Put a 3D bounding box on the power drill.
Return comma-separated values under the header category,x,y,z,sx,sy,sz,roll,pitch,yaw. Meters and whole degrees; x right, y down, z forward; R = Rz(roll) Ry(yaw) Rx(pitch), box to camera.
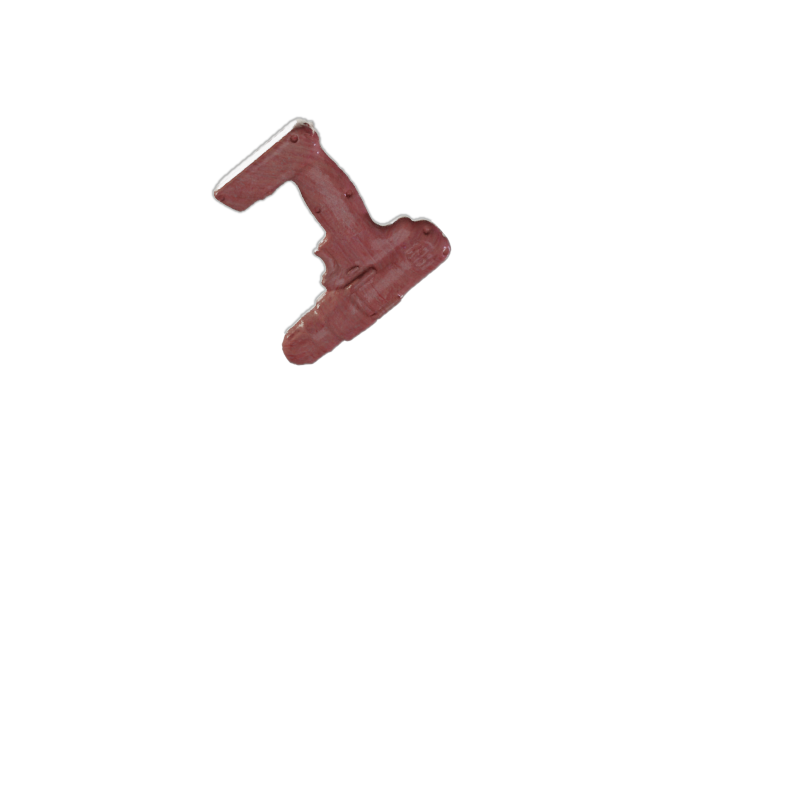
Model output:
category,x,y,z,sx,sy,sz,roll,pitch,yaw
power drill,-0.077,-0.141,0.986,0.183,0.181,0.060,-39,15,12
